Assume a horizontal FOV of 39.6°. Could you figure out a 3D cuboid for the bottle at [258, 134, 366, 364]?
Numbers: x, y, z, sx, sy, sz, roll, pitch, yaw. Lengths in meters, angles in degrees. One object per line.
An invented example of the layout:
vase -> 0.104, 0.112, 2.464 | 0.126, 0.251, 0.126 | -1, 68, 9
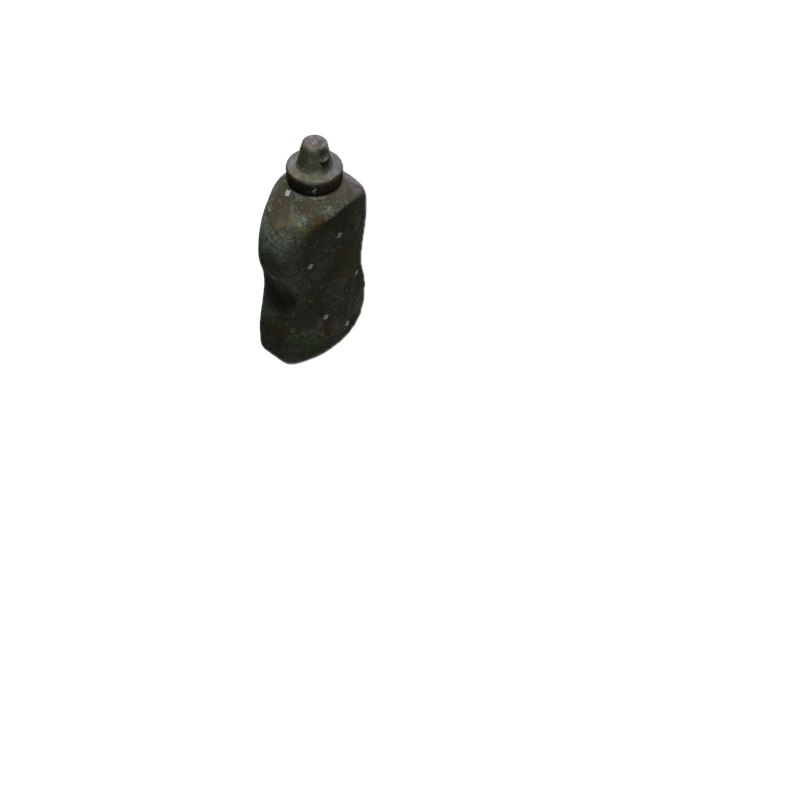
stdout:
bottle -> -0.065, -0.119, 0.836 | 0.062, 0.179, 0.097 | 34, 54, 25
